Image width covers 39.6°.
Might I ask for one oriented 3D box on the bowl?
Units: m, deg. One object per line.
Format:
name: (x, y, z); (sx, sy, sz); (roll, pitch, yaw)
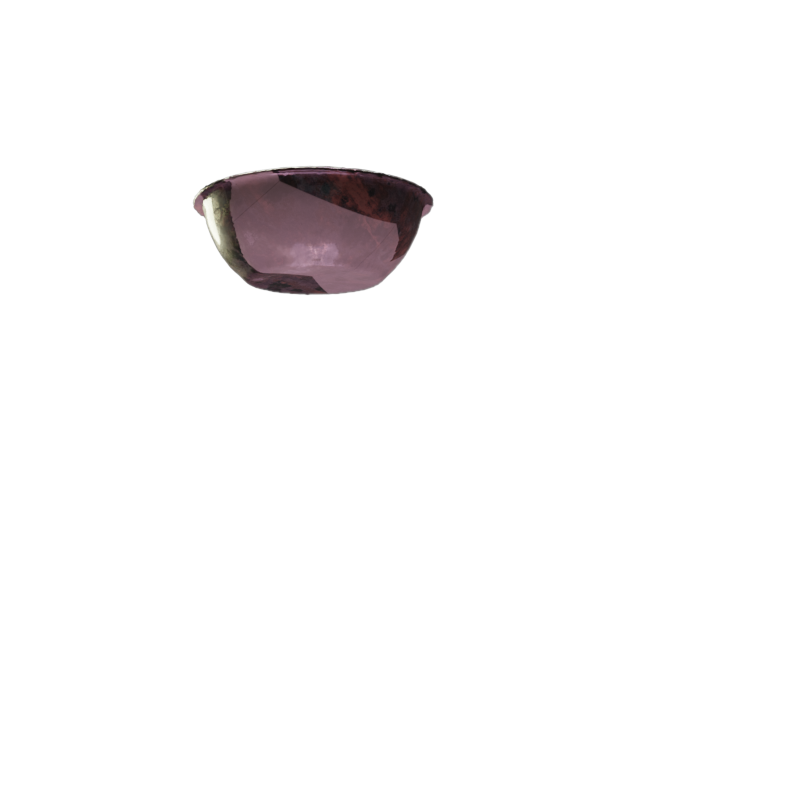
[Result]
bowl: (-0.058, -0.106, 0.741); (0.162, 0.056, 0.158); (0, -7, -2)
